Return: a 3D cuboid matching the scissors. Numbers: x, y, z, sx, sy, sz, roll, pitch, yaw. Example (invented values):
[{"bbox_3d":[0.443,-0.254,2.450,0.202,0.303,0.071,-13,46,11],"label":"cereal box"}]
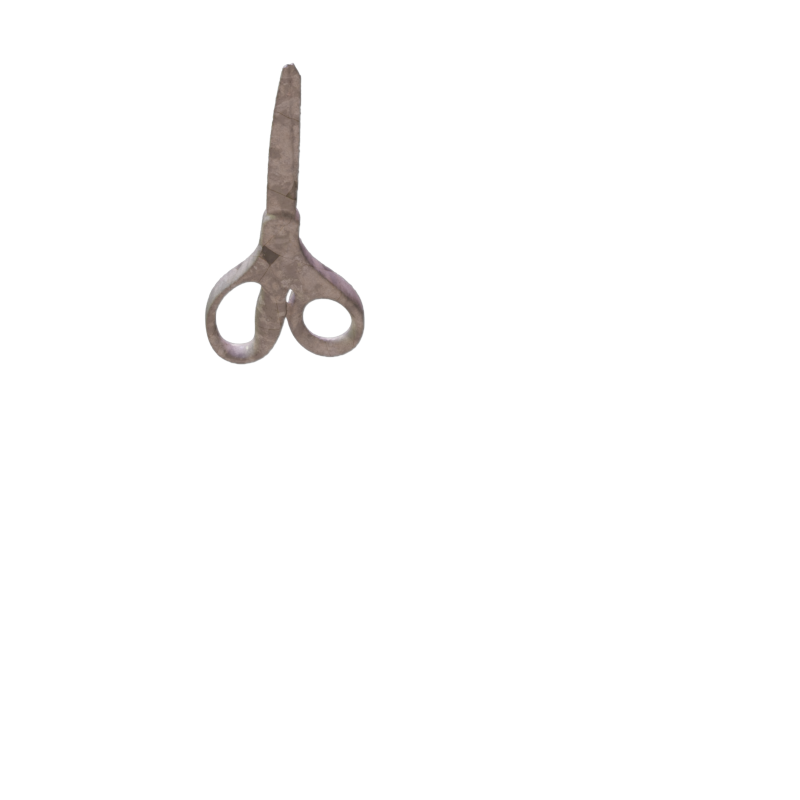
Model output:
[{"bbox_3d":[-0.044,-0.081,0.566,0.093,0.017,0.193,15,-43,-17],"label":"scissors"}]
